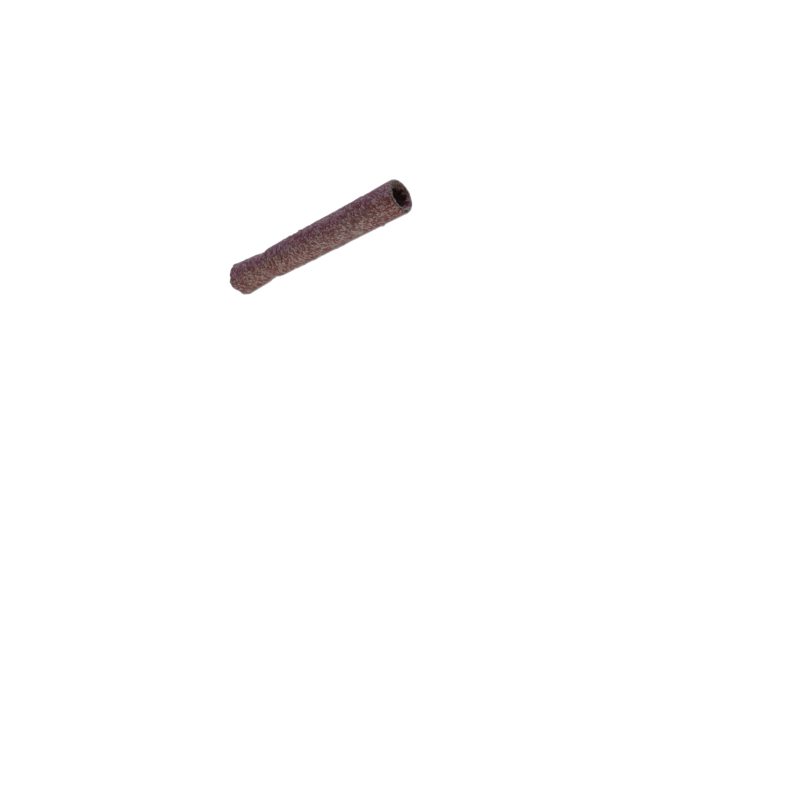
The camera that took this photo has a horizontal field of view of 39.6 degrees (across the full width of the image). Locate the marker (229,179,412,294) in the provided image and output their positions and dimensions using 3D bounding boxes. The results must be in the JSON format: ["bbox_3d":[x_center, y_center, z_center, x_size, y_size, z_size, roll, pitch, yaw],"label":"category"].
[{"bbox_3d":[-0.046,-0.084,0.586,0.121,0.020,0.019,-22,-10,35],"label":"marker"}]
